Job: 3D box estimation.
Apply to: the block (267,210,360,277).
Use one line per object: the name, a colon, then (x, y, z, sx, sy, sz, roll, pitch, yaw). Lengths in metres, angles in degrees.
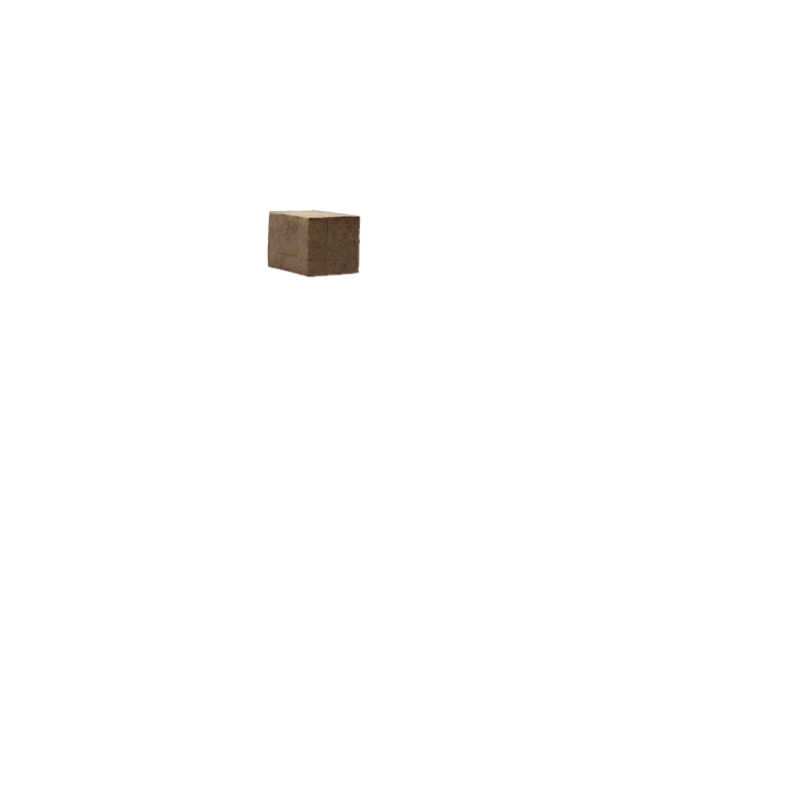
block: (-0.076, -0.138, 0.969, 0.051, 0.050, 0.082, -6, 13, -31)
